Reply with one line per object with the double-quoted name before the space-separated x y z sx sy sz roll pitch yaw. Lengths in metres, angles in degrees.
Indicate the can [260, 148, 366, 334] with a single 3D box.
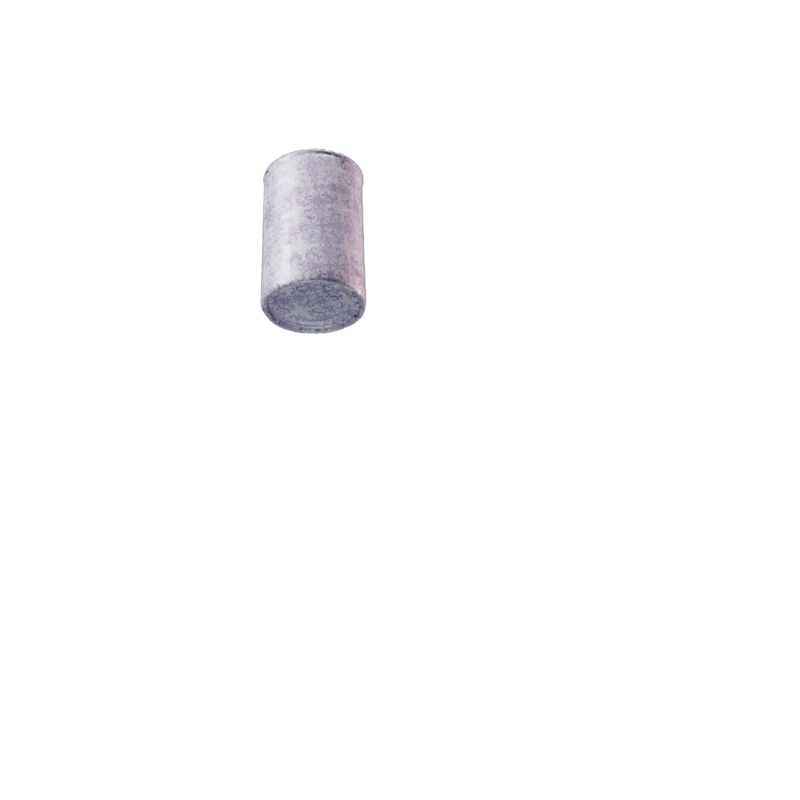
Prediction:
"can" -0.056 -0.103 0.721 0.068 0.109 0.064 -1 -31 -2
